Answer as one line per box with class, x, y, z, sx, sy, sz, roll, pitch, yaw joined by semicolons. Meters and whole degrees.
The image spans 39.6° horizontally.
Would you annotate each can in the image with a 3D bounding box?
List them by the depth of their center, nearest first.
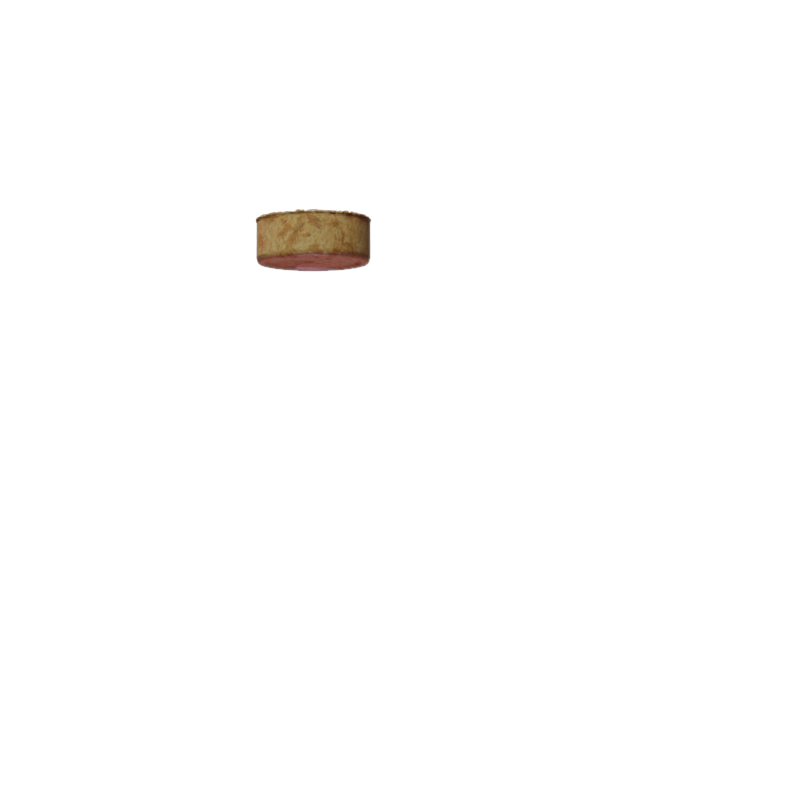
can;-0.064;-0.117;0.822;0.086;0.034;0.085;0;-2;-2
